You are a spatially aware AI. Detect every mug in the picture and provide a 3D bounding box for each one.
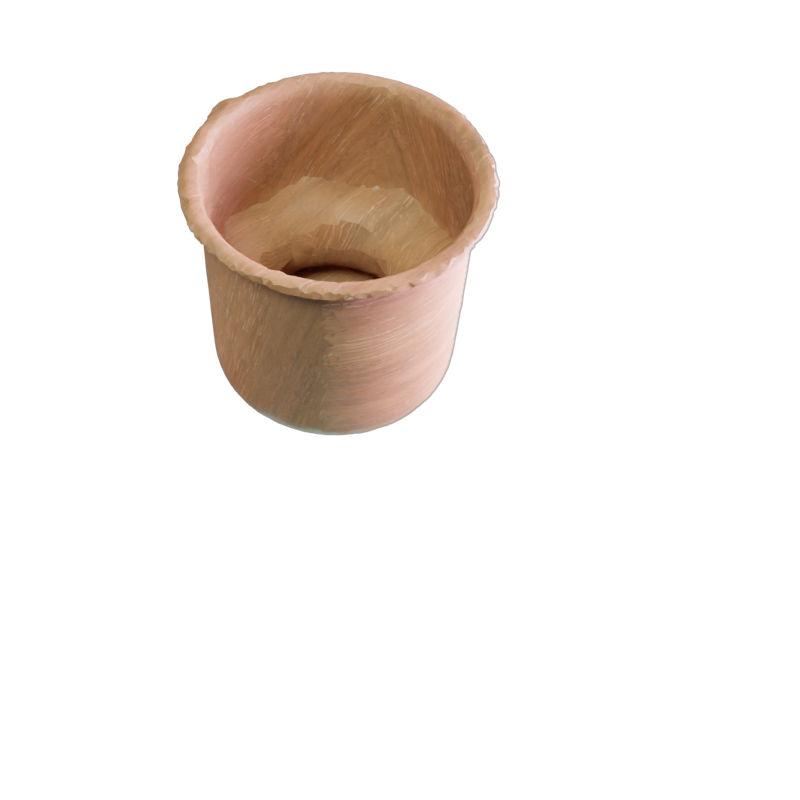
[{"bbox_3d":[-0.028,-0.051,0.356,0.093,0.076,0.125,-31,58,-24],"label":"mug"}]
